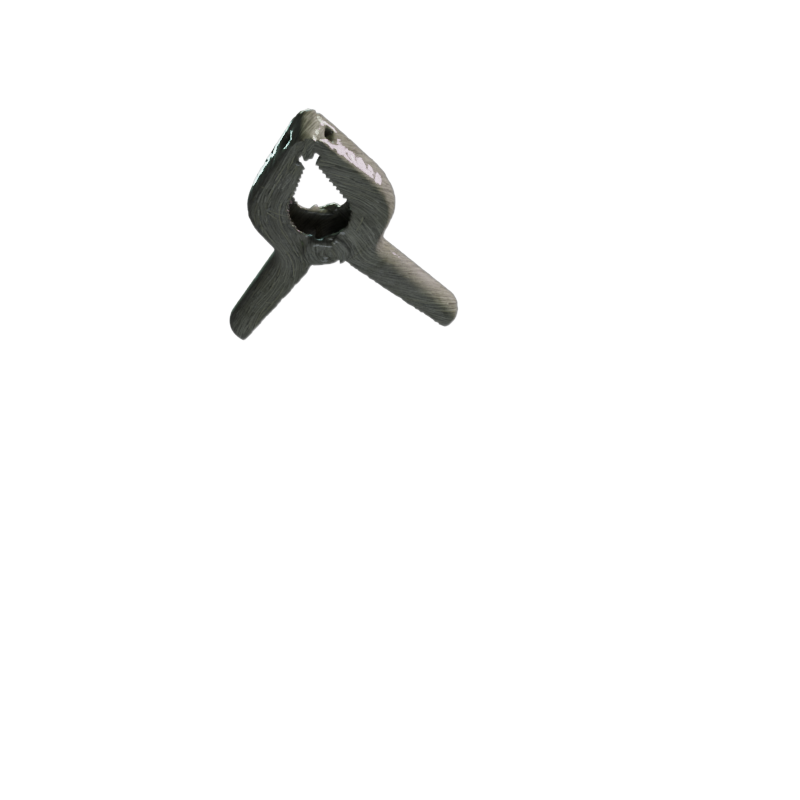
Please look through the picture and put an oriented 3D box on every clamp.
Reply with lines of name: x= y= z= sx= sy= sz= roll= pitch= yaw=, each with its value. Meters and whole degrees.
clamp: x=-0.058 y=-0.106 z=0.739 sx=0.166 sy=0.039 sz=0.194 roll=-8 pitch=-37 yaw=10
